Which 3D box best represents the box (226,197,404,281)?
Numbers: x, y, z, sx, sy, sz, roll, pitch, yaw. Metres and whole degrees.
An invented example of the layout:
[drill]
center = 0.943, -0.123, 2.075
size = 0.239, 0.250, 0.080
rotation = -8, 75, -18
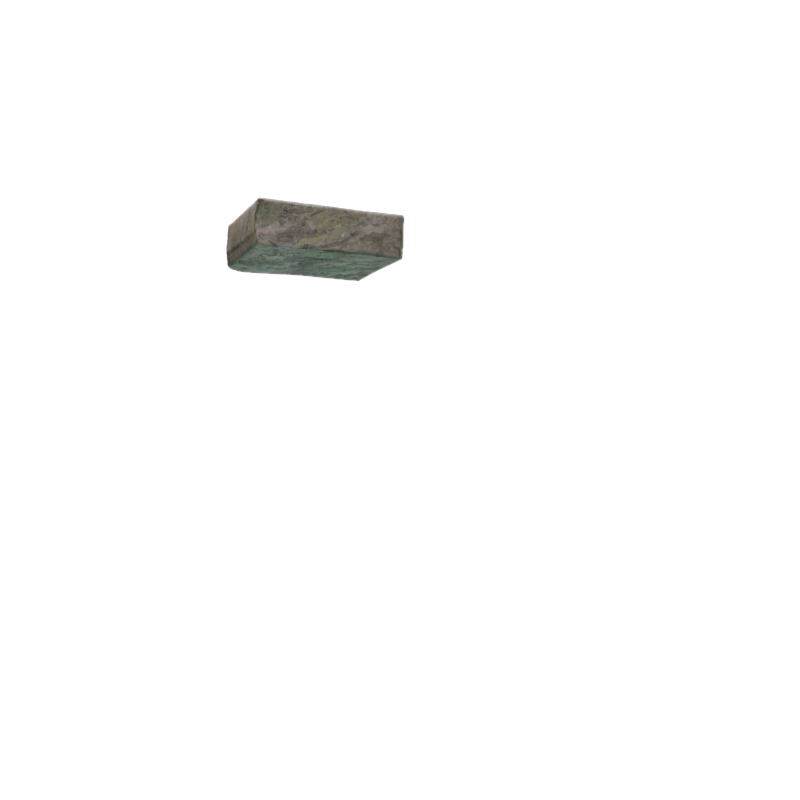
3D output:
[box]
center = -0.065, -0.118, 0.823
size = 0.110, 0.040, 0.090
rotation = 2, -7, -20
